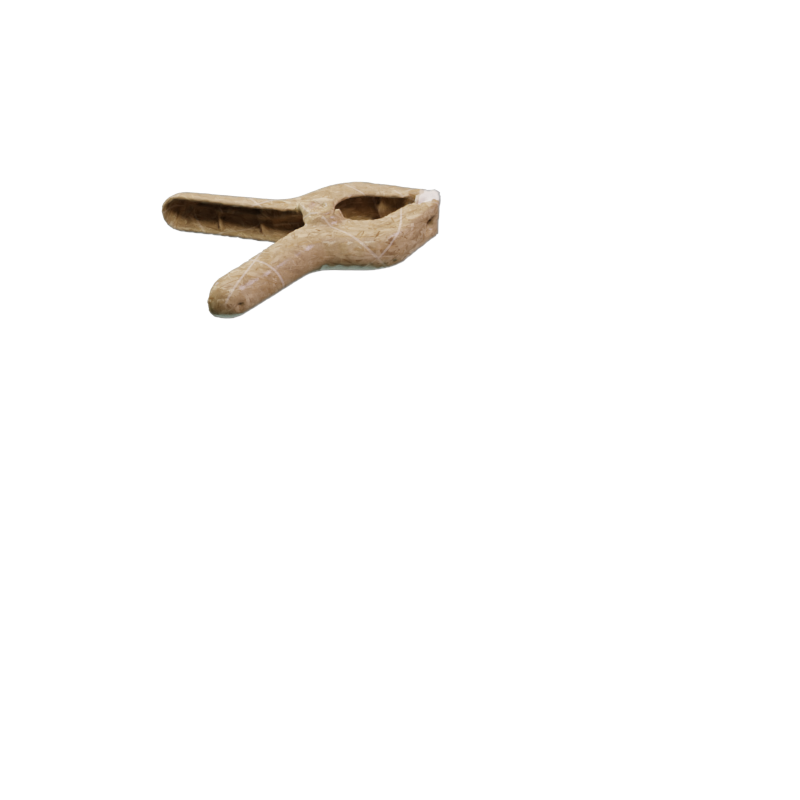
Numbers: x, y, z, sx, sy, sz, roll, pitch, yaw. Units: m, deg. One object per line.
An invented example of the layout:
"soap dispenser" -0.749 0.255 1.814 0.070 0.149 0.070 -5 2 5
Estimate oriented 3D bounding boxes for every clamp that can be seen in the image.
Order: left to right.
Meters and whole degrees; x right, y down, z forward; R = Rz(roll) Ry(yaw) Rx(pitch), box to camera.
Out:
"clamp" -0.052 -0.094 0.662 0.170 0.037 0.130 -9 43 -10
